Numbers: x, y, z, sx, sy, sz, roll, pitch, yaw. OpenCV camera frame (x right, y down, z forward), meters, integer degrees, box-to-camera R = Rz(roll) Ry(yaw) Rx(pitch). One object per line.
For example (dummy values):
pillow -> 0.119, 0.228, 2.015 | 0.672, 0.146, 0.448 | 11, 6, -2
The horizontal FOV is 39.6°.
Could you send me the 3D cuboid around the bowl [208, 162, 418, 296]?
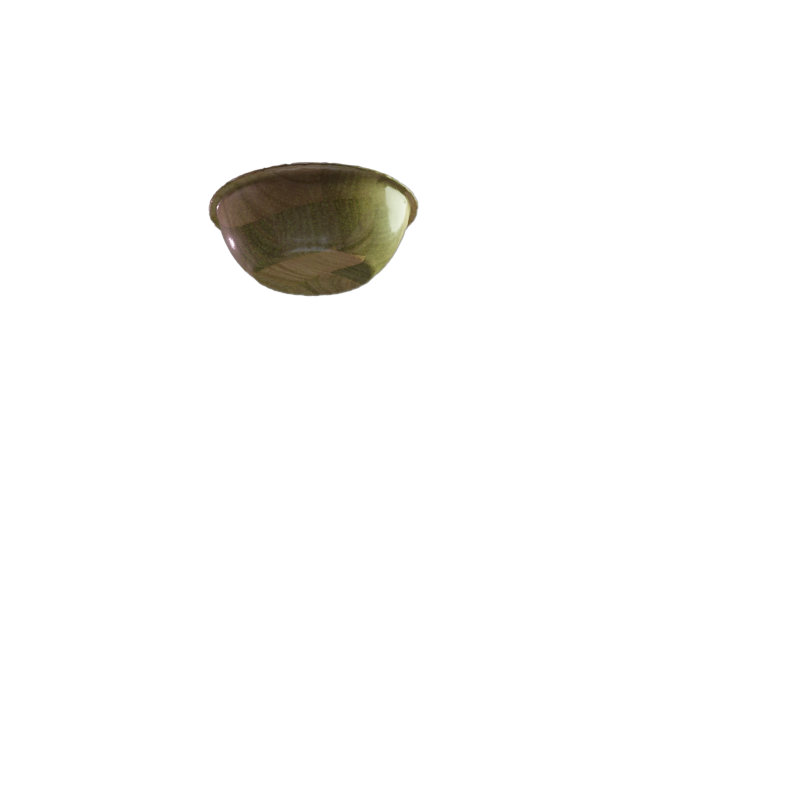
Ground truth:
bowl -> -0.066, -0.120, 0.844 | 0.162, 0.058, 0.155 | 0, -17, -2
